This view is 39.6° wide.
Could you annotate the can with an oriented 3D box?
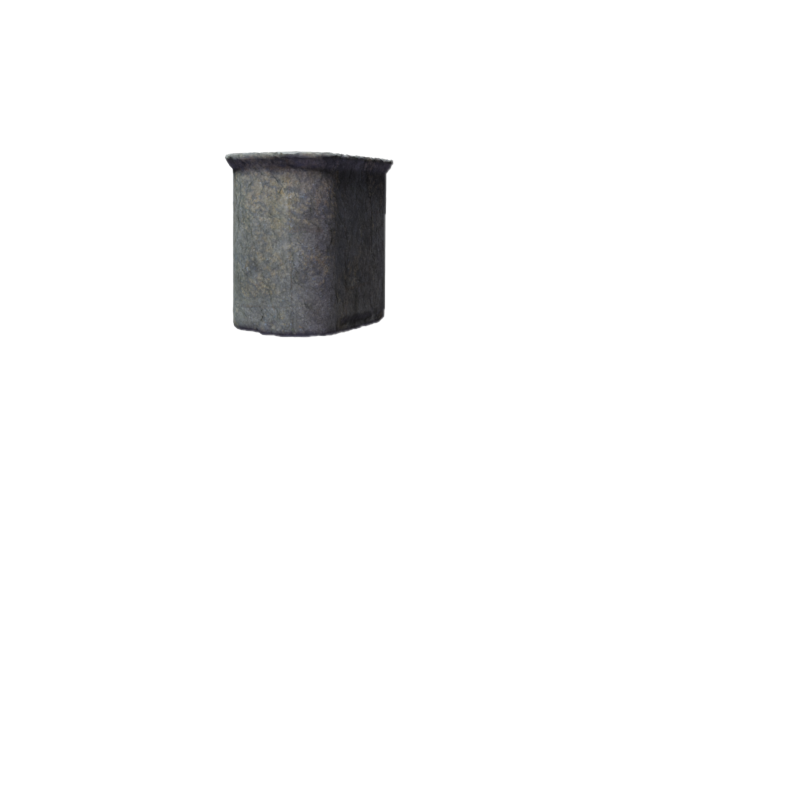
[{"bbox_3d":[-0.043,-0.078,0.546,0.059,0.083,0.100,2,7,21],"label":"can"}]
